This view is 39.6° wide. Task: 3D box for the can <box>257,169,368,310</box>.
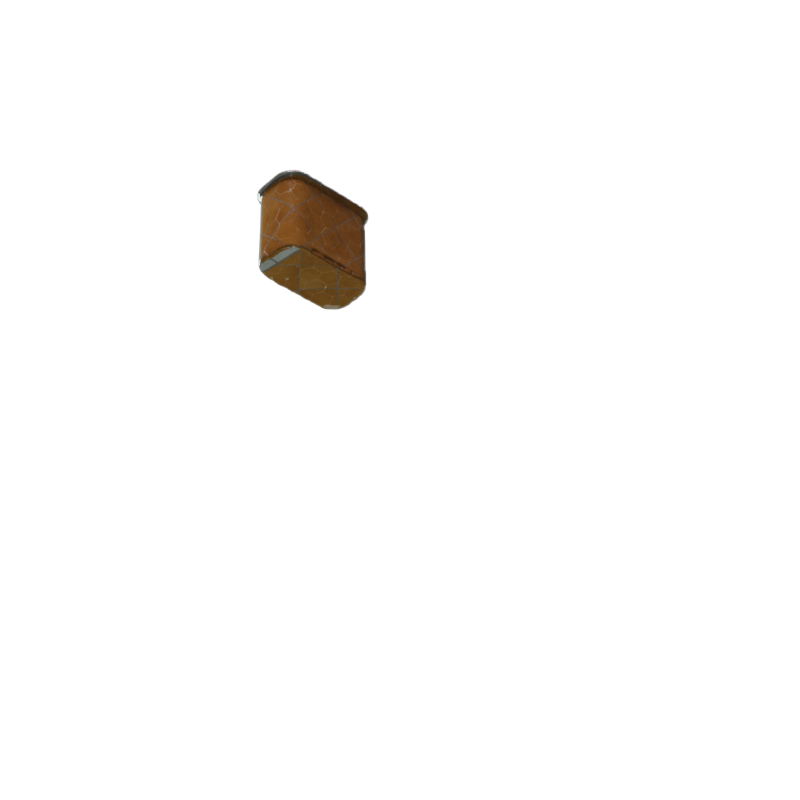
[{"bbox_3d":[-0.075,-0.137,0.961,0.096,0.090,0.057,27,-45,-34],"label":"can"}]
